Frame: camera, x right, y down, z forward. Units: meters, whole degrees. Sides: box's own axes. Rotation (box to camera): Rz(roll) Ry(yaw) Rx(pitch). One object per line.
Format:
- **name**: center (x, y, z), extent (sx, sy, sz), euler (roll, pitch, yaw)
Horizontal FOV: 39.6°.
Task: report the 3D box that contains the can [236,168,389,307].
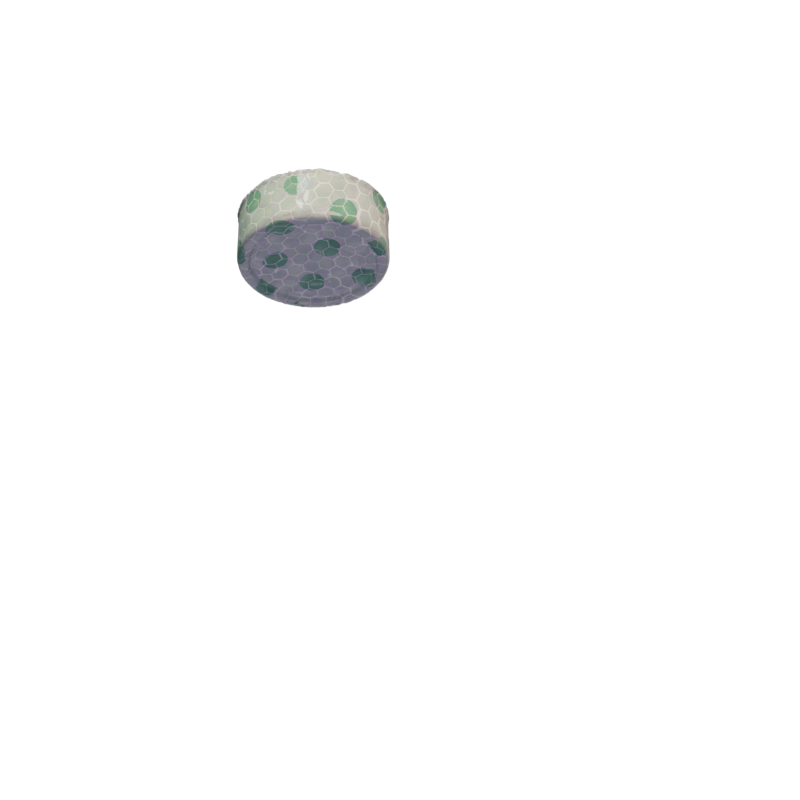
- **can**: center (-0.048, -0.088, 0.618), extent (0.086, 0.036, 0.080), euler (1, -33, -2)
